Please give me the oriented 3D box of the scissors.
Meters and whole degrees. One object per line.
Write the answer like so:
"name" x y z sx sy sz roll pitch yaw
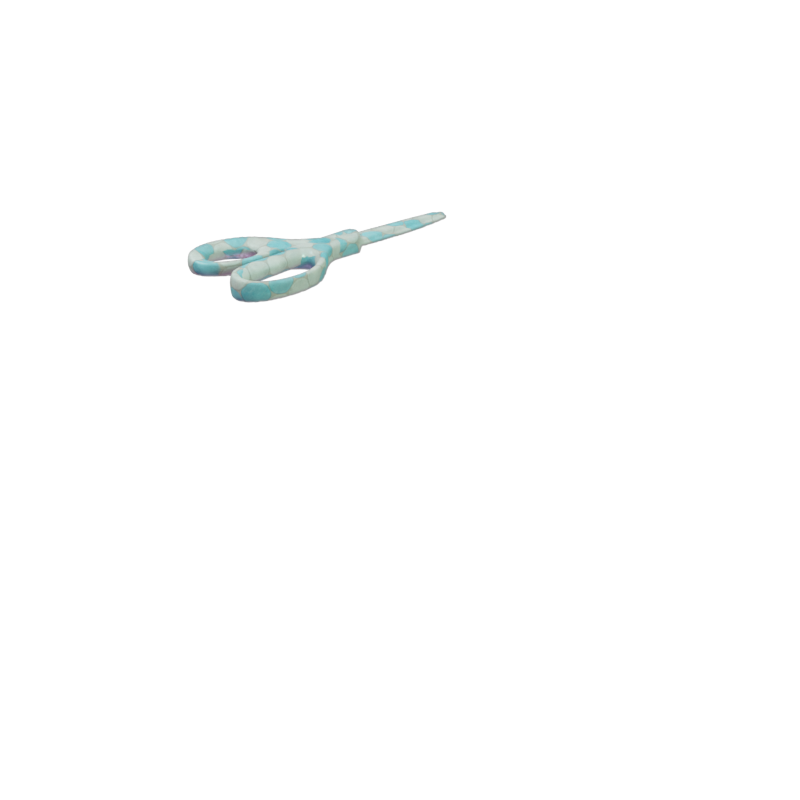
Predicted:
"scissors" -0.056 -0.102 0.712 0.100 0.015 0.203 12 27 25
